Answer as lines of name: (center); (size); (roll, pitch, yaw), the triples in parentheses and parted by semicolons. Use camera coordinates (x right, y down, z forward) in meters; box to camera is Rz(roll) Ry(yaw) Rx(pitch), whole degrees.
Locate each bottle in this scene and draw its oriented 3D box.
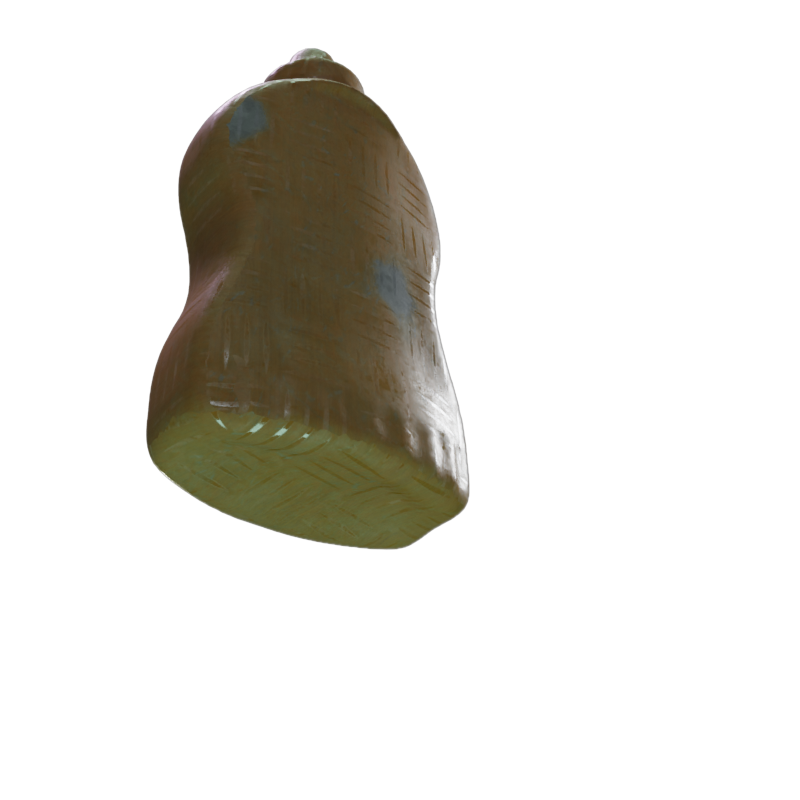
bottle: (-0.030, -0.053, 0.374); (0.091, 0.206, 0.057); (20, -44, -27)
